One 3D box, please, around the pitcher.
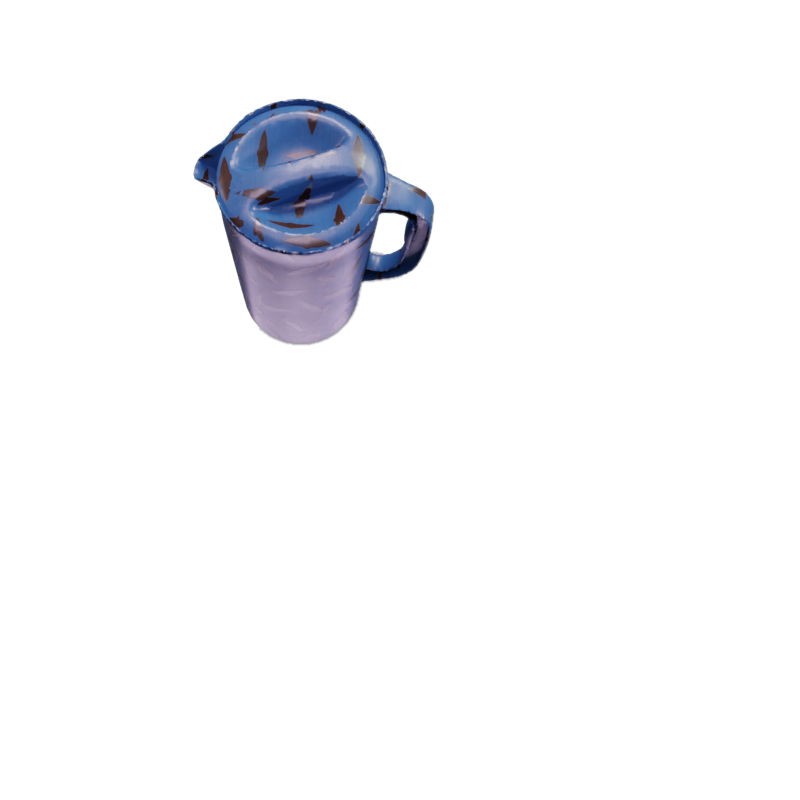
[{"bbox_3d":[-0.073,-0.134,0.937,0.145,0.156,0.231,-35,-15,-14],"label":"pitcher"}]
